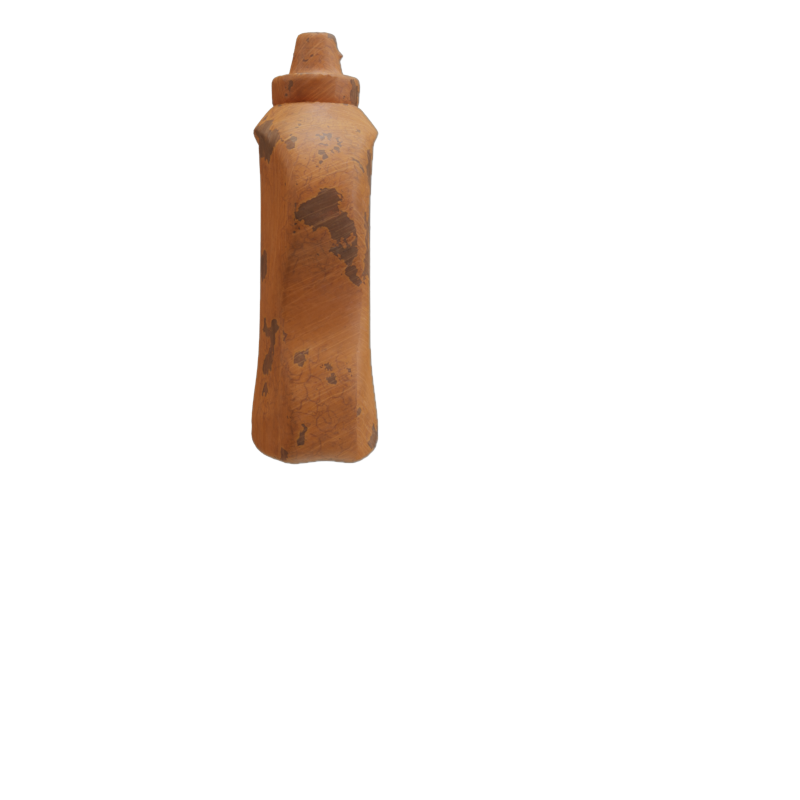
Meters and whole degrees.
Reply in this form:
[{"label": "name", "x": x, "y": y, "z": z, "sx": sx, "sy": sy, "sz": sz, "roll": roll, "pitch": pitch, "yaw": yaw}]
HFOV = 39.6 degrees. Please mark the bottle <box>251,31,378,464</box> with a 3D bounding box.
[{"label": "bottle", "x": -0.040, "y": -0.073, "z": 0.513, "sx": 0.058, "sy": 0.192, "sz": 0.097, "roll": 0, "pitch": 1, "yaw": -7}]
